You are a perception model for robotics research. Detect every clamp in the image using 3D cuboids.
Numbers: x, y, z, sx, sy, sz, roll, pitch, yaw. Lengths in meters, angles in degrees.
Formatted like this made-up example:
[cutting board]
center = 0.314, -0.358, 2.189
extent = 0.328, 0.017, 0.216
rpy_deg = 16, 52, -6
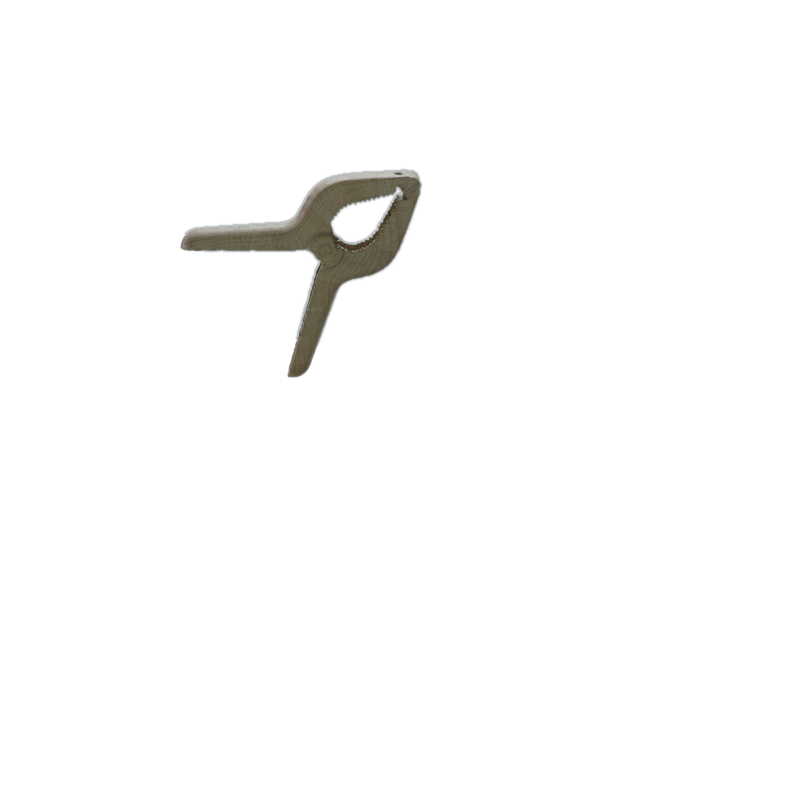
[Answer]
[clamp]
center = -0.076, -0.138, 0.968
extent = 0.208, 0.159, 0.038
rpy_deg = -42, 13, 12
